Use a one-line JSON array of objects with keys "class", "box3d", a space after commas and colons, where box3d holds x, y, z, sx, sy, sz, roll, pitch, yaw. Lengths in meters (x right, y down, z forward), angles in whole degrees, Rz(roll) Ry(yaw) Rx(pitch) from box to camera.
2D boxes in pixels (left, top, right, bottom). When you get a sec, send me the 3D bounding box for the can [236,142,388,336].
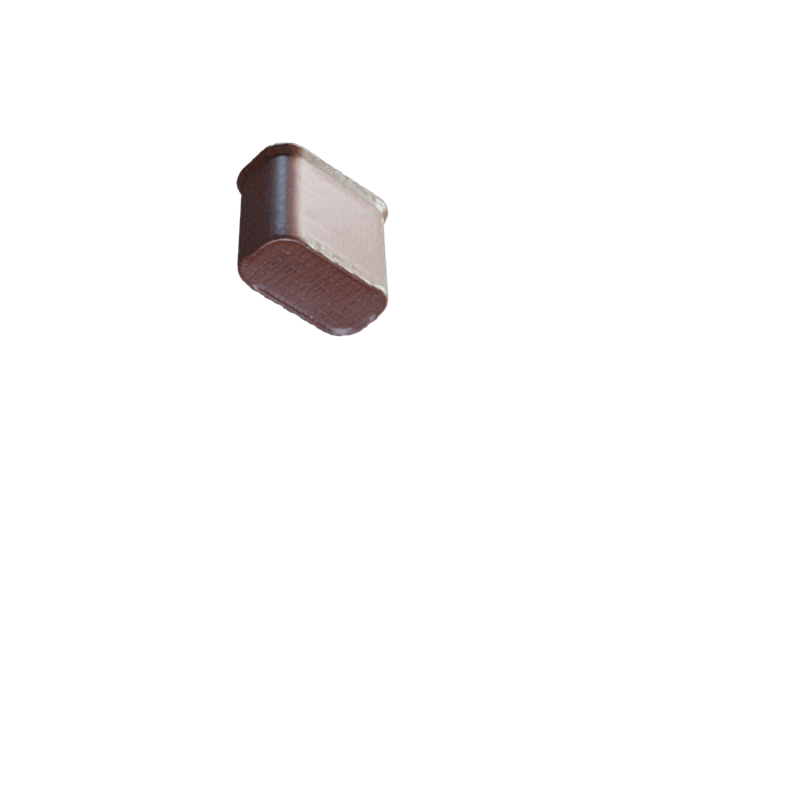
[{"class": "can", "box3d": [-0.055, -0.099, 0.696, 0.096, 0.090, 0.057, 30, -51, -31]}]
